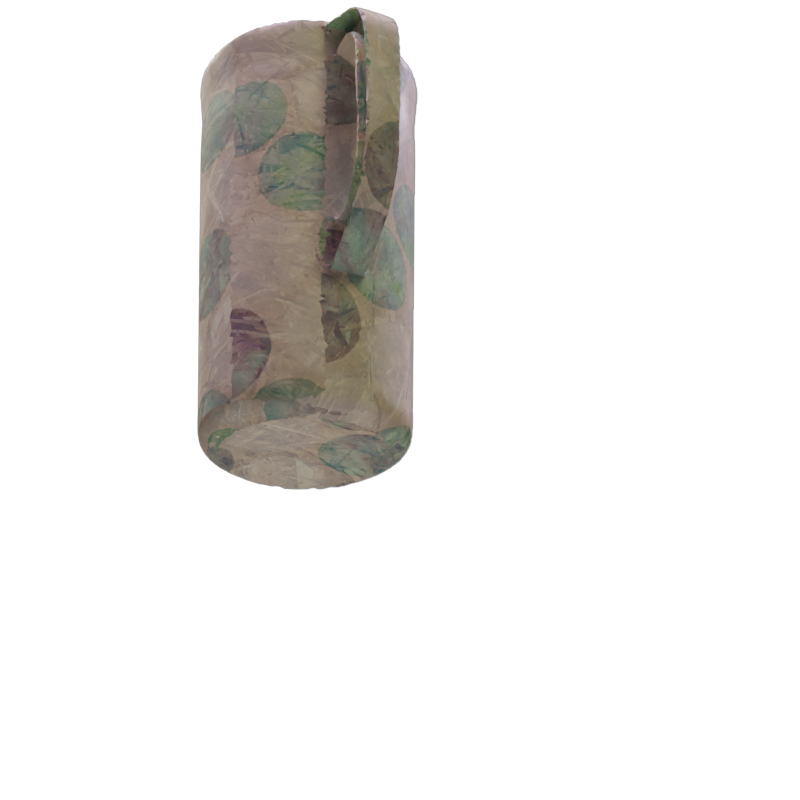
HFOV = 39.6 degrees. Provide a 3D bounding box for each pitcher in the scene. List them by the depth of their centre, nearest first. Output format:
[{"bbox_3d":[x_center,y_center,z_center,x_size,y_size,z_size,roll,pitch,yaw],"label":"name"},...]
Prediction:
[{"bbox_3d":[-0.048,-0.087,0.608,0.147,0.259,0.138,-12,-33,16],"label":"pitcher"}]
